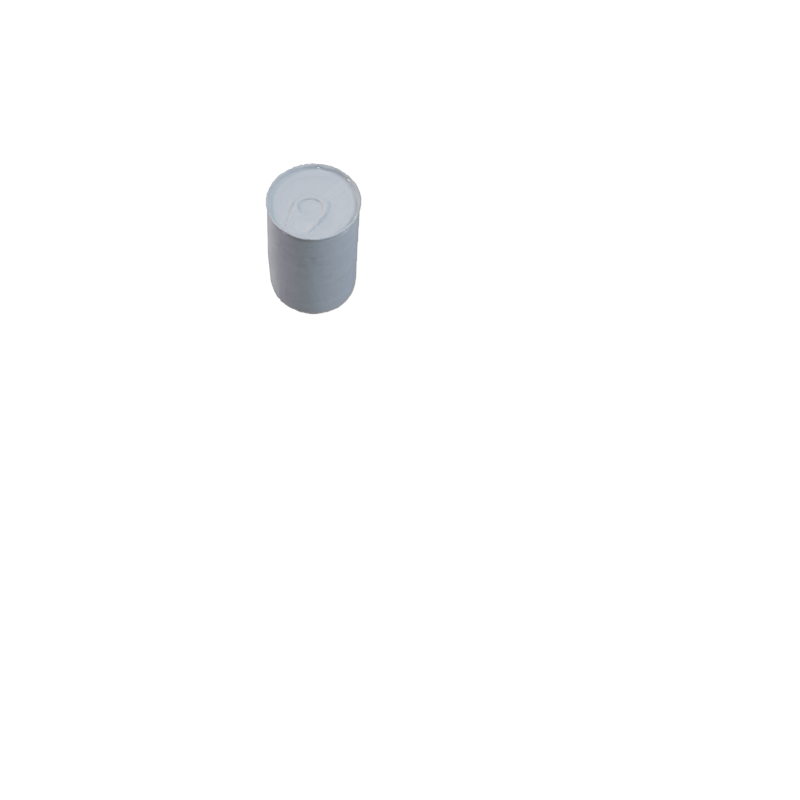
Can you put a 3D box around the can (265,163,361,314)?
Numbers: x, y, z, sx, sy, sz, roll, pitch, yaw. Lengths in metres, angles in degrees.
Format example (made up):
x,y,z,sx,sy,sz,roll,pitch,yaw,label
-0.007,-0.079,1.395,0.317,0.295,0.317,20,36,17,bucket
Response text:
x,y,z,sx,sy,sz,roll,pitch,yaw,label
-0.065,-0.118,0.826,0.068,0.073,0.096,0,-31,-3,can
